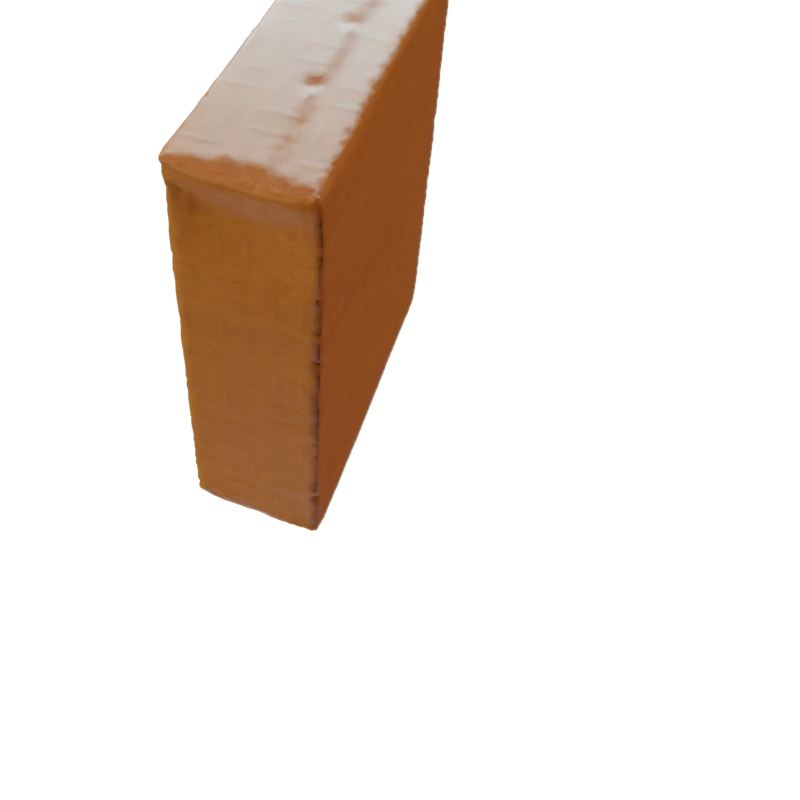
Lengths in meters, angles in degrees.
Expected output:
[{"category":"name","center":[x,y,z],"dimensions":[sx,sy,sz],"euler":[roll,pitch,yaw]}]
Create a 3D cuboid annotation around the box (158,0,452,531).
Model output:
[{"category":"box","center":[-0.039,-0.072,0.504],"dimensions":[0.073,0.172,0.199],"euler":[15,-40,9]}]
